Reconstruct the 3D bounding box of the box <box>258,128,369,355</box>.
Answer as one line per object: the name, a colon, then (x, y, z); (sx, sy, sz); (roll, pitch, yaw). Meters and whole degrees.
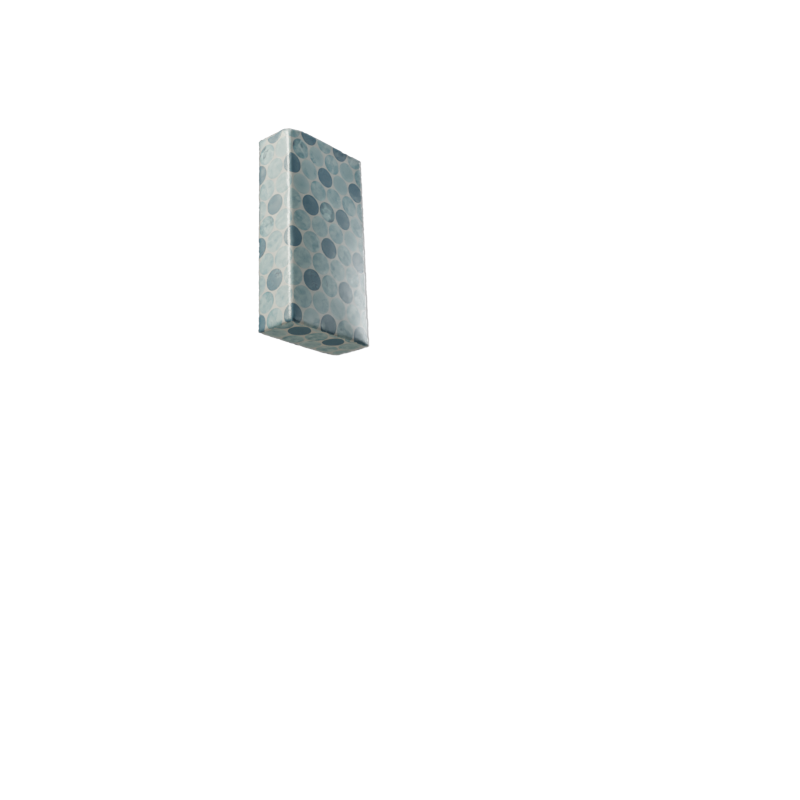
box: (-0.072, -0.132, 0.927); (0.049, 0.185, 0.088); (-20, -28, 39)
